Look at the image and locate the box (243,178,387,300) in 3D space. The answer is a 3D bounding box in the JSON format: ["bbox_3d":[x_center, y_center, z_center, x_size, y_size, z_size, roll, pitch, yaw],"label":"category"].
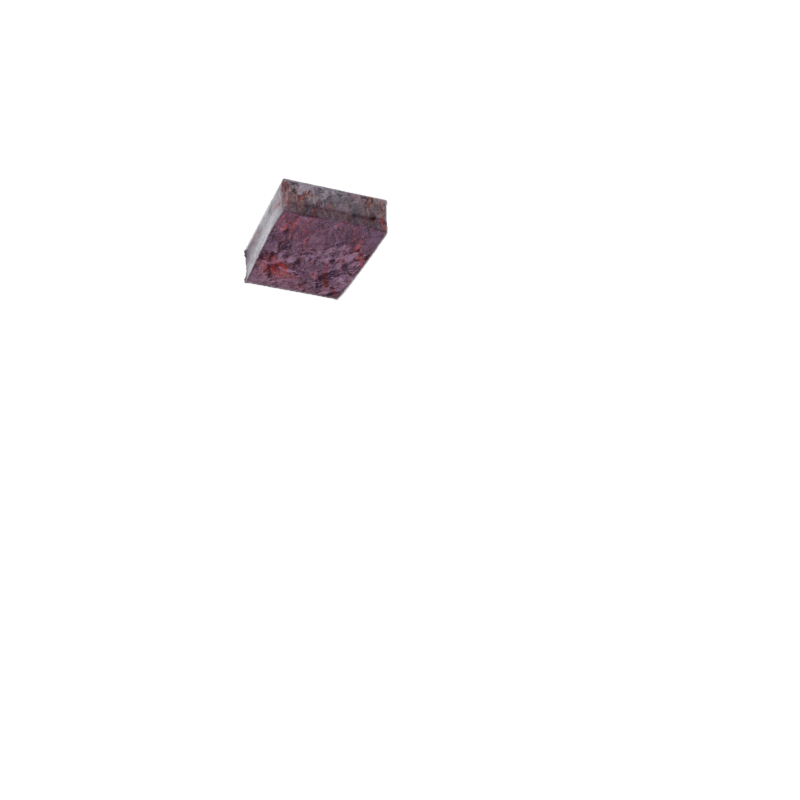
[{"bbox_3d":[-0.072,-0.131,0.917,0.087,0.042,0.109,12,-33,-19],"label":"box"}]
